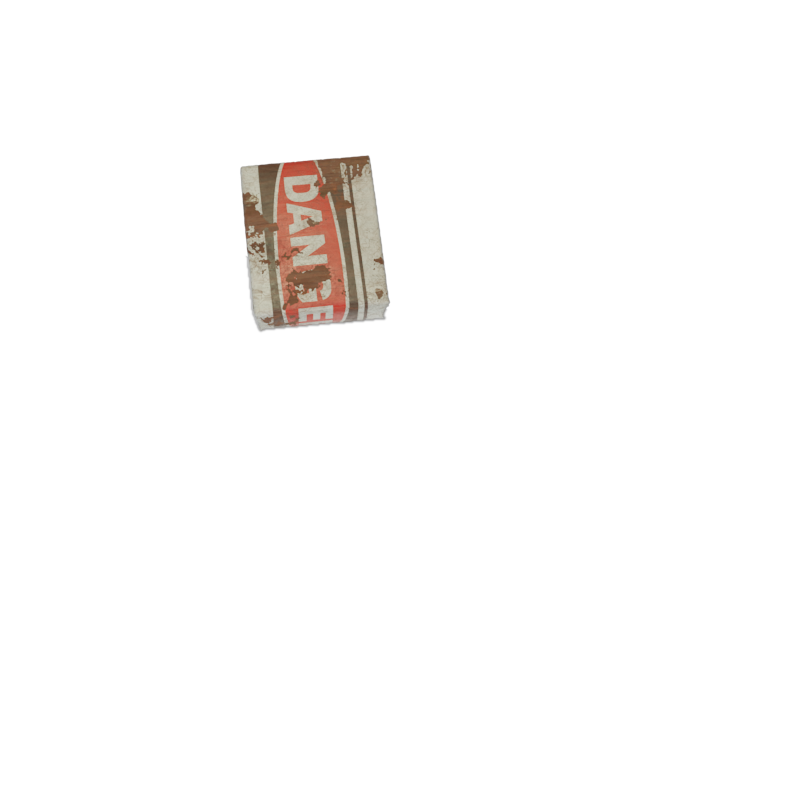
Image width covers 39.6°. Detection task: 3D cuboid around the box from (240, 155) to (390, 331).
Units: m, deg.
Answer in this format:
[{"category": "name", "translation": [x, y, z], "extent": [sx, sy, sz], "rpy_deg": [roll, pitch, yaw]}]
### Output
[{"category": "box", "translation": [-0.059, -0.107, 0.751], "extent": [0.089, 0.119, 0.037], "rpy_deg": [-6, -20, -3]}]
